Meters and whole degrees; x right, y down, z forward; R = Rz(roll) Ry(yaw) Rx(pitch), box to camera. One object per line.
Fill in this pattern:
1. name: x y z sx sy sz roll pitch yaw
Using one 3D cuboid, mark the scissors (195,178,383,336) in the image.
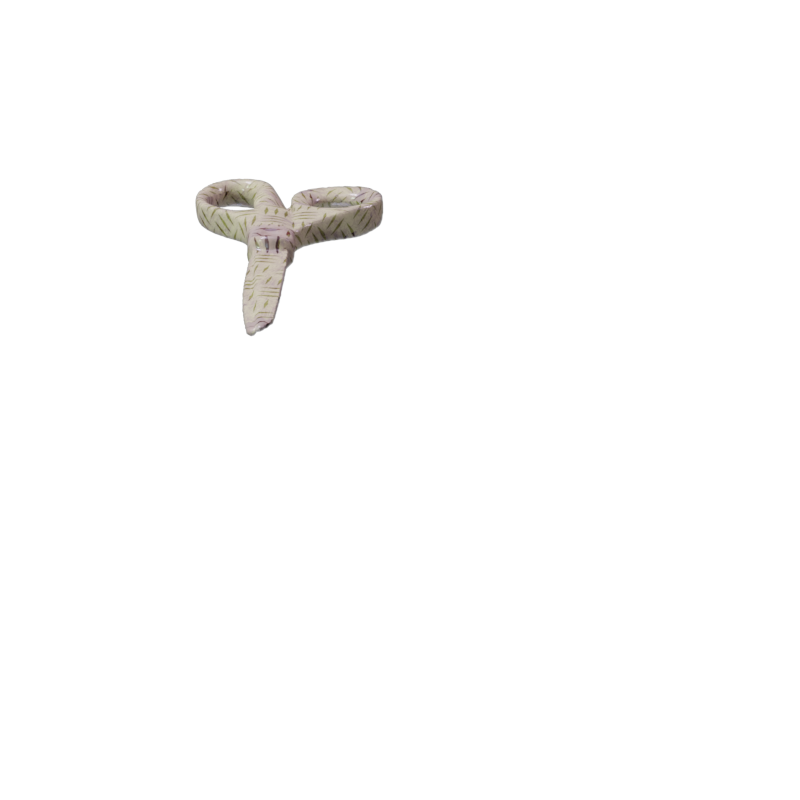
1. scissors: -0.036 -0.066 0.459 0.095 0.015 0.214 -7 24 -16
